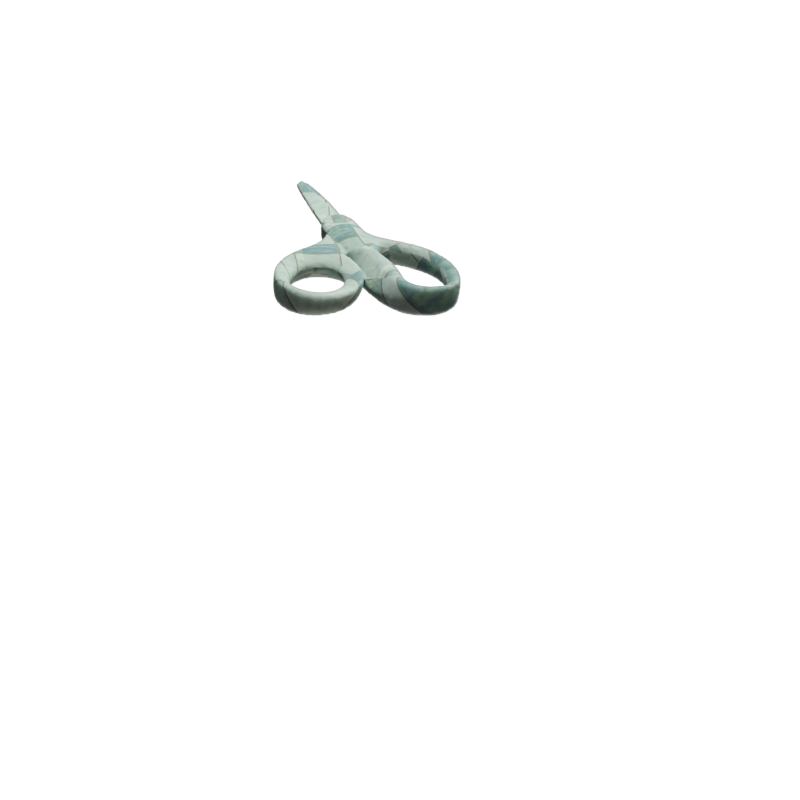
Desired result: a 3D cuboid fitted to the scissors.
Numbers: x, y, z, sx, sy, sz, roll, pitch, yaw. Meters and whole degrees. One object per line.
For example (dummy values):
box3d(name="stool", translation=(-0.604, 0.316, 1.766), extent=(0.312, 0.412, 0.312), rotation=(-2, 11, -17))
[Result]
box3d(name="scissors", translation=(-0.046, -0.083, 0.582), extent=(0.094, 0.015, 0.216), rotation=(-14, 29, -27))
